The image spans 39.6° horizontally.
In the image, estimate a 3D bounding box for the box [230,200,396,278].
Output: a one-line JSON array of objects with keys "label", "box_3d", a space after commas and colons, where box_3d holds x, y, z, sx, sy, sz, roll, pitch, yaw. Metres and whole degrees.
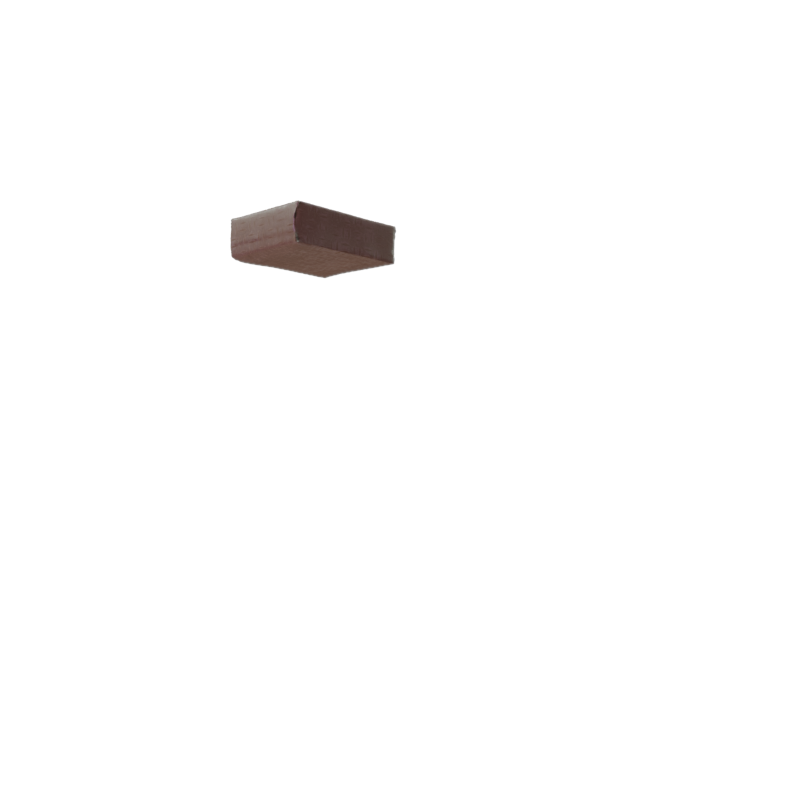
[{"label": "box", "box_3d": [-0.073, -0.134, 0.936, 0.108, 0.040, 0.092, 6, -9, -43]}]
